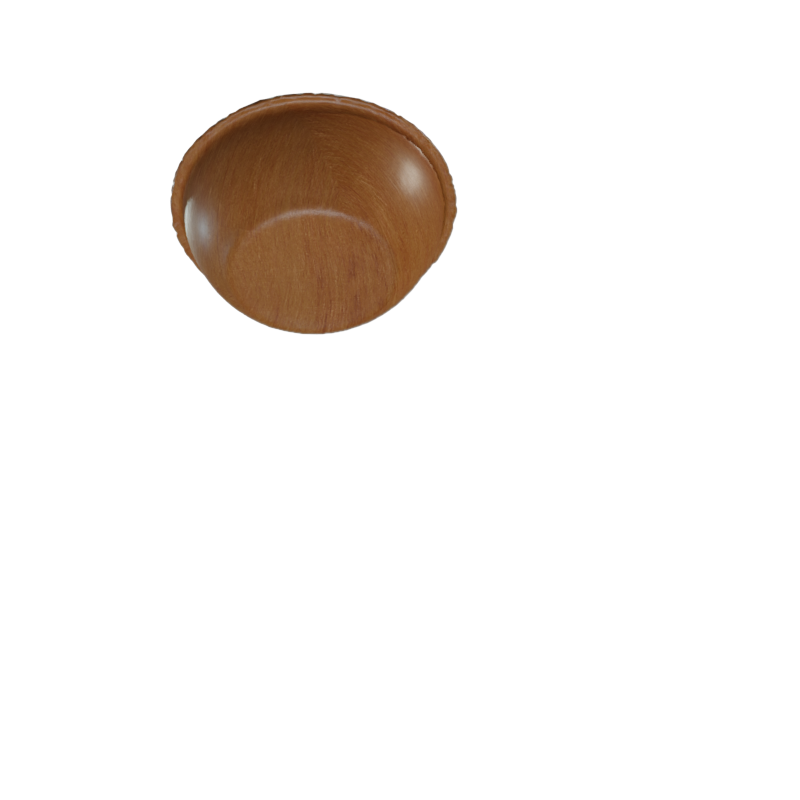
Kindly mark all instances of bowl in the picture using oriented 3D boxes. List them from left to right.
[{"bbox_3d":[-0.048,-0.087,0.609,0.162,0.059,0.151,1,-45,-1],"label":"bowl"}]
